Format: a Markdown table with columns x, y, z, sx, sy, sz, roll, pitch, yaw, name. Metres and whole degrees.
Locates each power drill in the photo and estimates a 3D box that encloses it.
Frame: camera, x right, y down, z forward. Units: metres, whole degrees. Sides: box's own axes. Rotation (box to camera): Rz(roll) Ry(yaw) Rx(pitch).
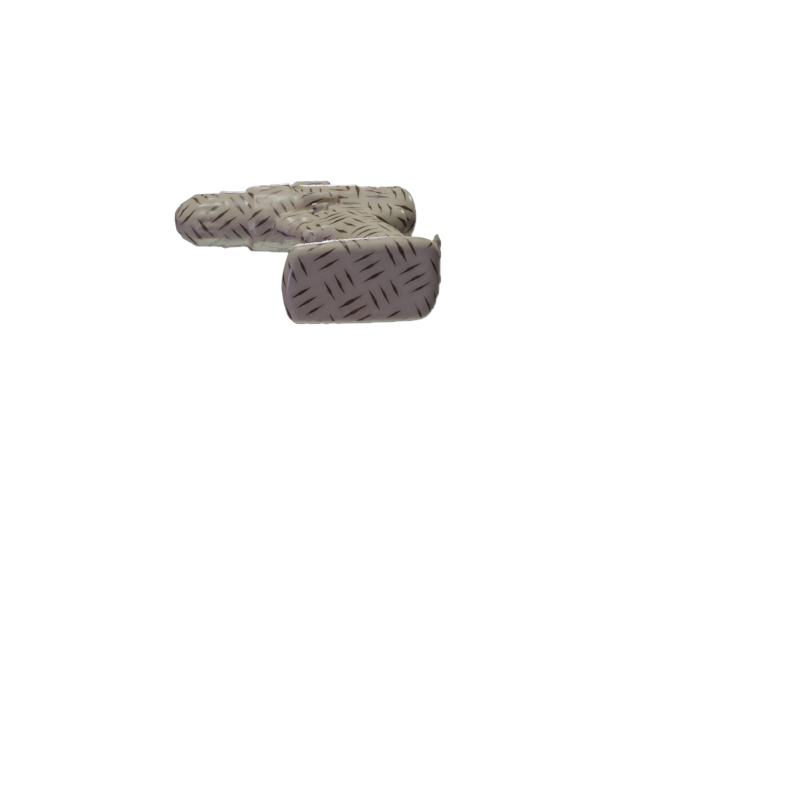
| x | y | z | sx | sy | sz | roll | pitch | yaw | name |
| --- | --- | --- | --- | --- | --- | --- | --- | --- | --- |
| -0.061 | -0.112 | 0.782 | 0.182 | 0.055 | 0.199 | -5 | 25 | -12 | power drill |
